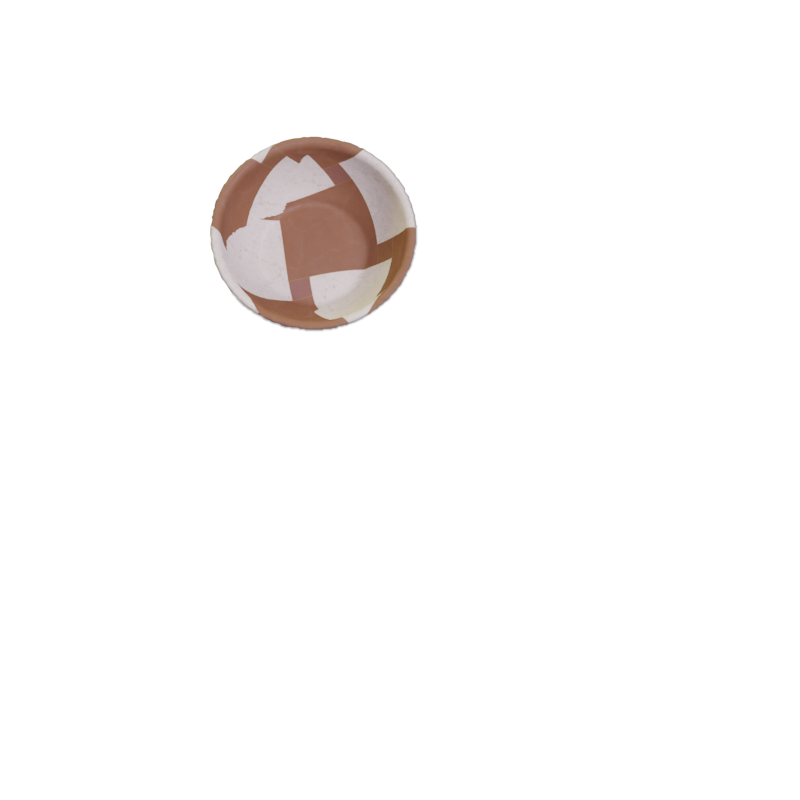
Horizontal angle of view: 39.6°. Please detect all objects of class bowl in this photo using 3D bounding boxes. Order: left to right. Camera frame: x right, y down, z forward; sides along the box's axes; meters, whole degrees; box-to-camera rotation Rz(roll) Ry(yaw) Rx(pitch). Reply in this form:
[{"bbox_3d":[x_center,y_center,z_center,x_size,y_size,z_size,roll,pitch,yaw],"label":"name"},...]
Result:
[{"bbox_3d":[-0.070,-0.127,0.889,0.162,0.170,0.053,-1,-19,-1],"label":"bowl"}]
